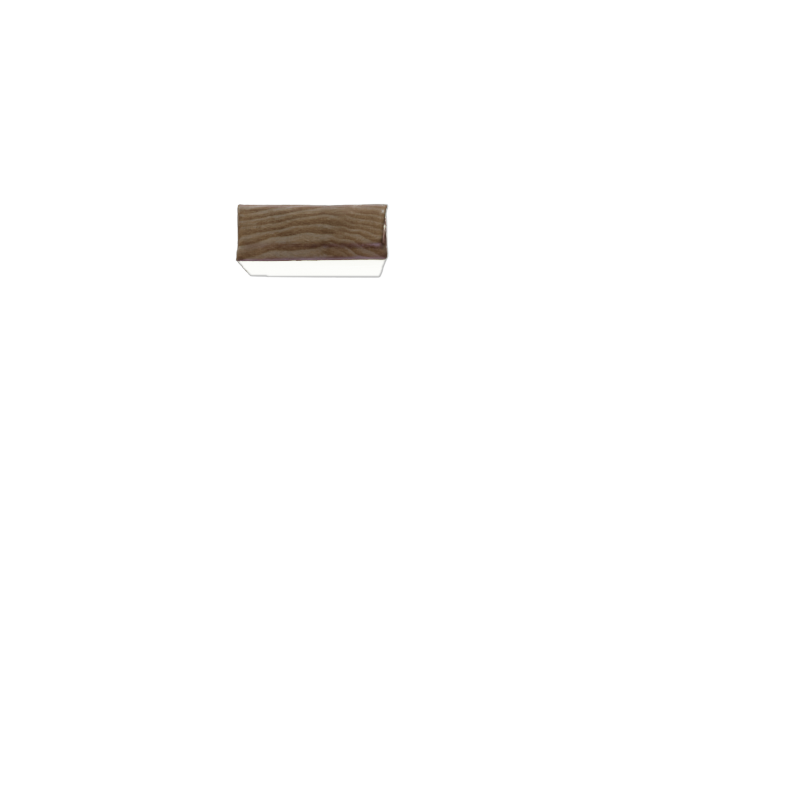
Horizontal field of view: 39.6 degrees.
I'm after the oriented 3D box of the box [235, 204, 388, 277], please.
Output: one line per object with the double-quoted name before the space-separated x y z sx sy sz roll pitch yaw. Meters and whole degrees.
"box" -0.044 -0.081 0.567 0.073 0.030 0.088 0 0 -1
